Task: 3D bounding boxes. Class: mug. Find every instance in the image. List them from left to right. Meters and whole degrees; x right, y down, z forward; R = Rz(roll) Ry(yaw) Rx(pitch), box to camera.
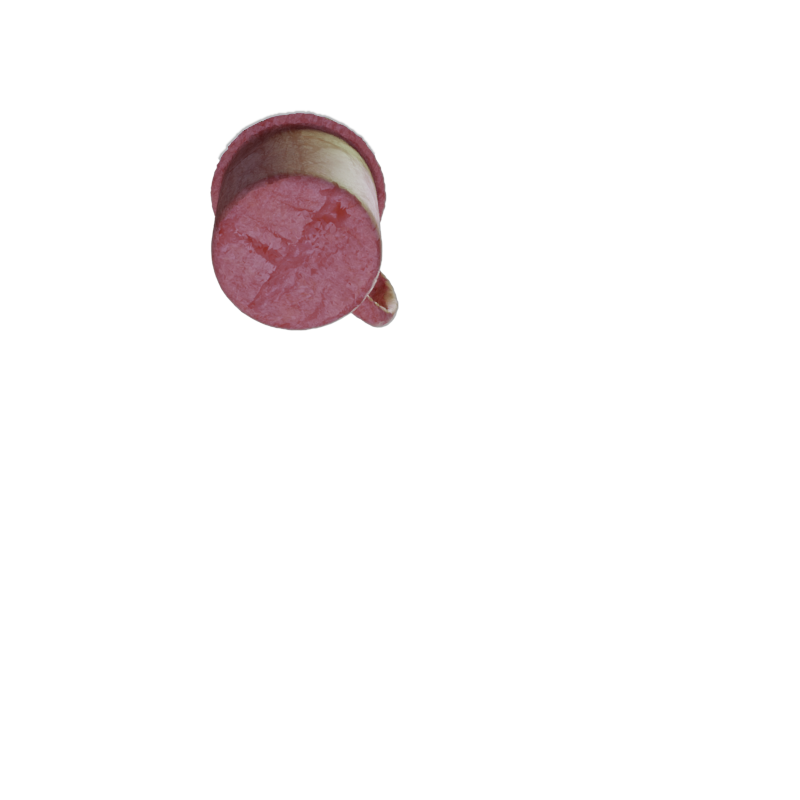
[{"bbox_3d":[-0.044,-0.080,0.557,0.092,0.112,0.086,-37,22,16],"label":"mug"}]
